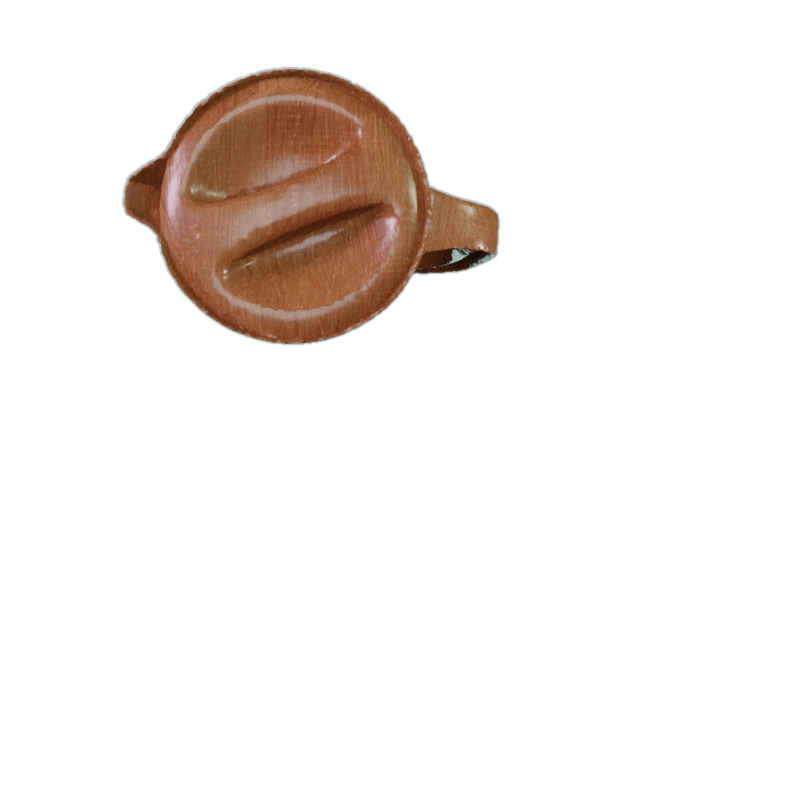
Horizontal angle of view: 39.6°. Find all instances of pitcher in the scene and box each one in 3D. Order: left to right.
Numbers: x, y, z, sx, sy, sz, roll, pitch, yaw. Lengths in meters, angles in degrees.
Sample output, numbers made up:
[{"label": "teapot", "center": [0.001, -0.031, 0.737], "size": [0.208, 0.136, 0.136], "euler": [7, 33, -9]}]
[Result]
[{"label": "pitcher", "center": [-0.050, -0.091, 0.639], "size": [0.145, 0.151, 0.241], "euler": [-41, 0, -4]}]
